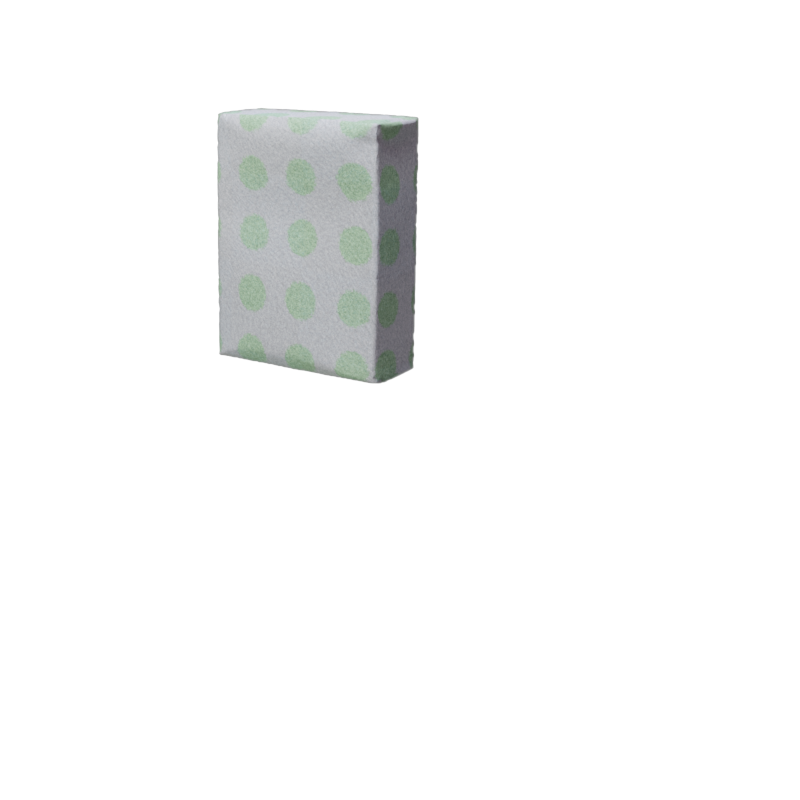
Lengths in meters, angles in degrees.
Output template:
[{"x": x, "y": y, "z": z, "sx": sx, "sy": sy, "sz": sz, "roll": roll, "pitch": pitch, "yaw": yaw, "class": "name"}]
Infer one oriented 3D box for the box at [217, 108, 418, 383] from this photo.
[{"x": -0.073, "y": -0.133, "z": 0.929, "sx": 0.172, "sy": 0.208, "sz": 0.071, "roll": 10, "pitch": 15, "yaw": 32, "class": "box"}]
